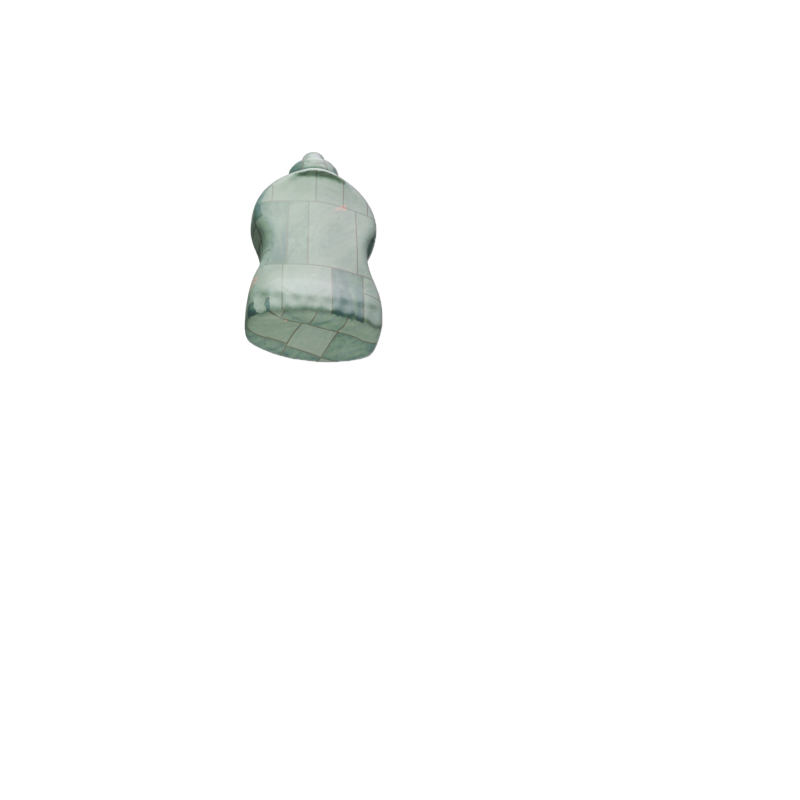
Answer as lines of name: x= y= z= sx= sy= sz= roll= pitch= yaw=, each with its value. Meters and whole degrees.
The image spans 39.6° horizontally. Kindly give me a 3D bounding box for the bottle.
bottle: x=-0.066 y=-0.120 z=0.840 sx=0.095 sy=0.206 sz=0.055 roll=4 pitch=-41 yaw=-9
